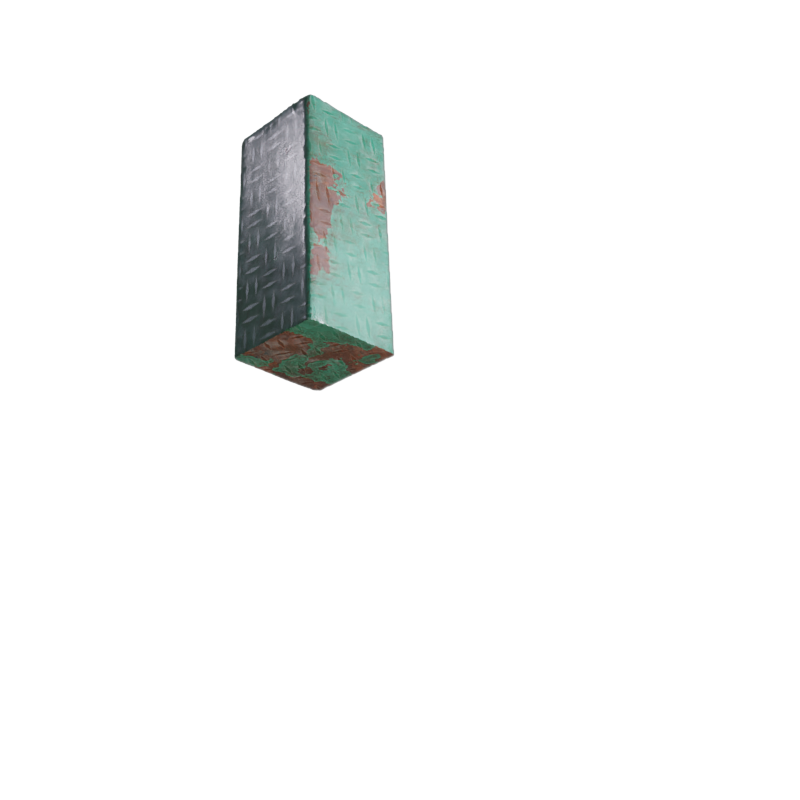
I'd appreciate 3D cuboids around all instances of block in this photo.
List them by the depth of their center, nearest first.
[{"bbox_3d":[-0.070,-0.127,0.889,0.085,0.220,0.091,24,-39,-38],"label":"block"}]
